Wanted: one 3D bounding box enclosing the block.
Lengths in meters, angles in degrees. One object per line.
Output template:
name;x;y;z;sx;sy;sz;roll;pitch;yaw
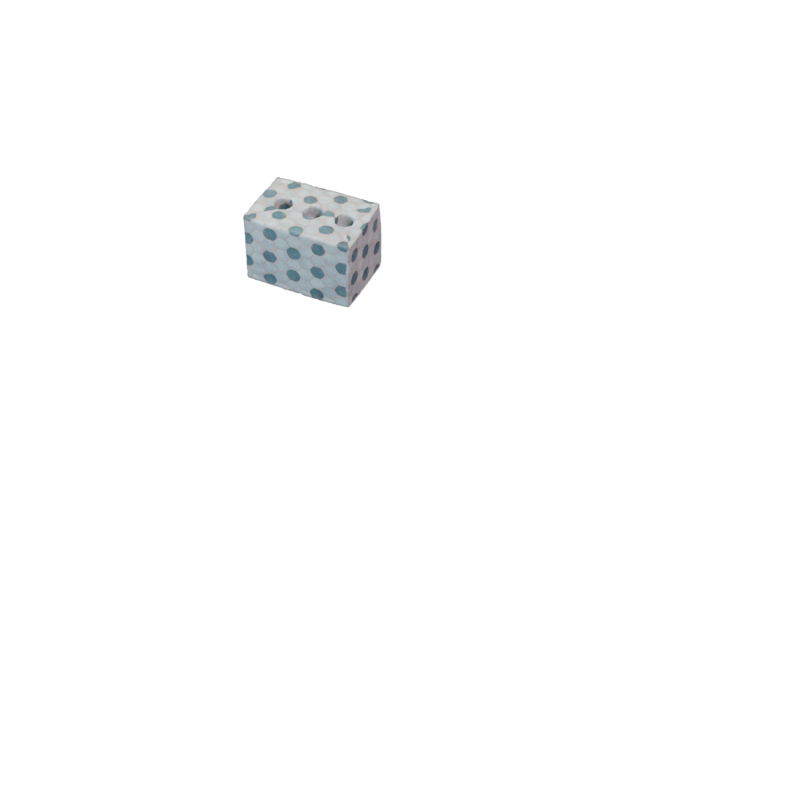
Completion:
block;-0.057;-0.104;0.730;0.081;0.048;0.055;17;44;17
